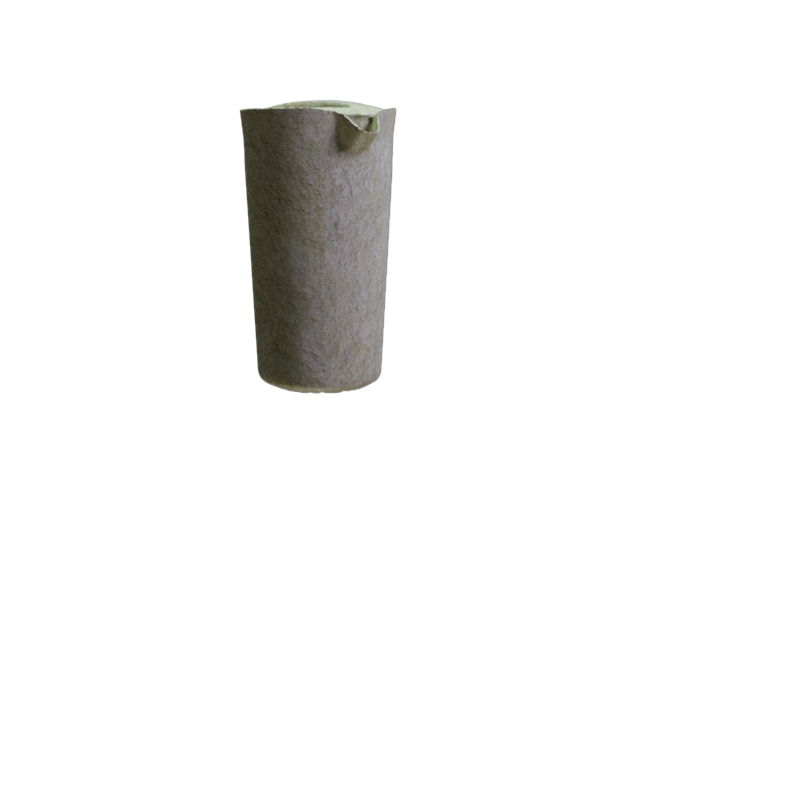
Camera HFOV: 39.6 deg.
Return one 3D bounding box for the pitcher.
[{"bbox_3d":[-0.075,-0.137,0.962,0.147,0.239,0.149,2,8,11],"label":"pitcher"}]
